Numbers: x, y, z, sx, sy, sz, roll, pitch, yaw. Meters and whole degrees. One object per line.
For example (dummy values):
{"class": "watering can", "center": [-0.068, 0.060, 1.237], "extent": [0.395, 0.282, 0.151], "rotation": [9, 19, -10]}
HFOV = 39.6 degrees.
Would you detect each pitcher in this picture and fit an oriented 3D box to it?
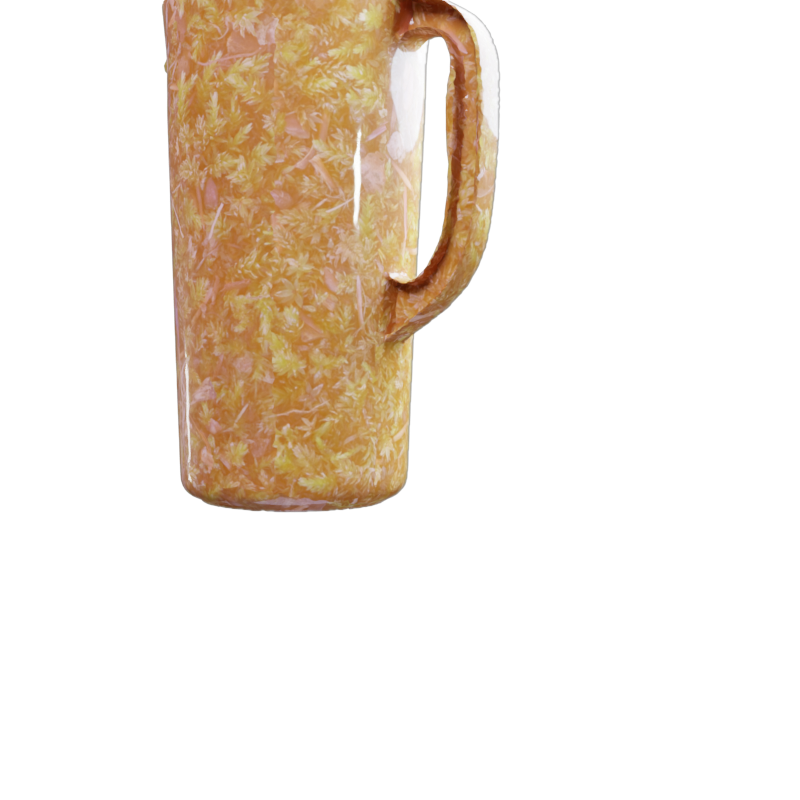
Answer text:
{"class": "pitcher", "center": [-0.041, -0.076, 0.529], "extent": [0.143, 0.246, 0.150], "rotation": [0, -3, -13]}
